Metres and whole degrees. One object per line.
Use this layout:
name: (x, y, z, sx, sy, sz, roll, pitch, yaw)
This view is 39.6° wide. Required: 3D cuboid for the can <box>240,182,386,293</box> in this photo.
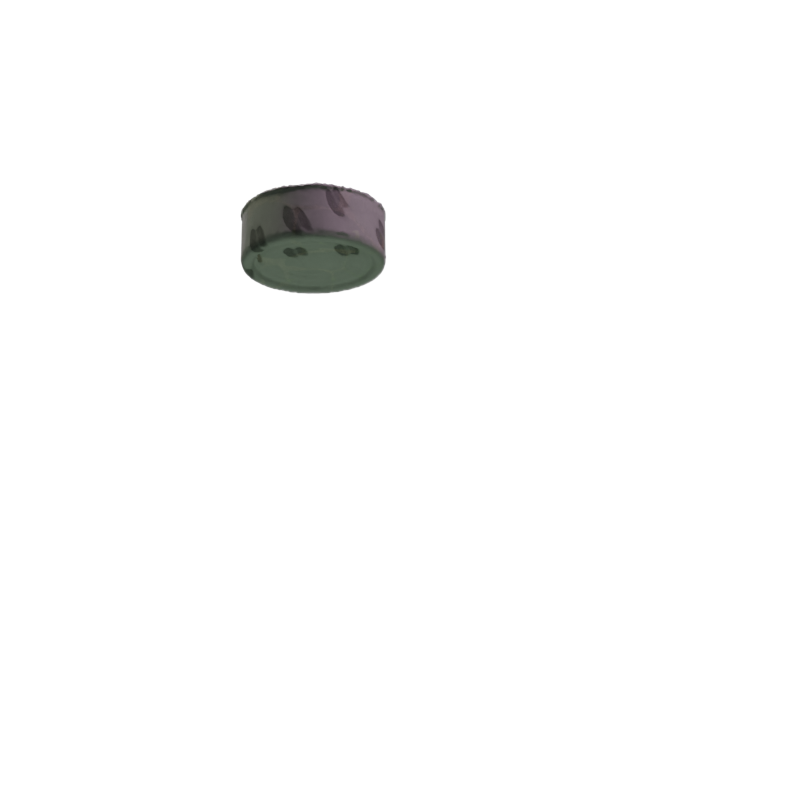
can: (-0.051, -0.093, 0.648, 0.086, 0.035, 0.082, 0, -19, -2)
